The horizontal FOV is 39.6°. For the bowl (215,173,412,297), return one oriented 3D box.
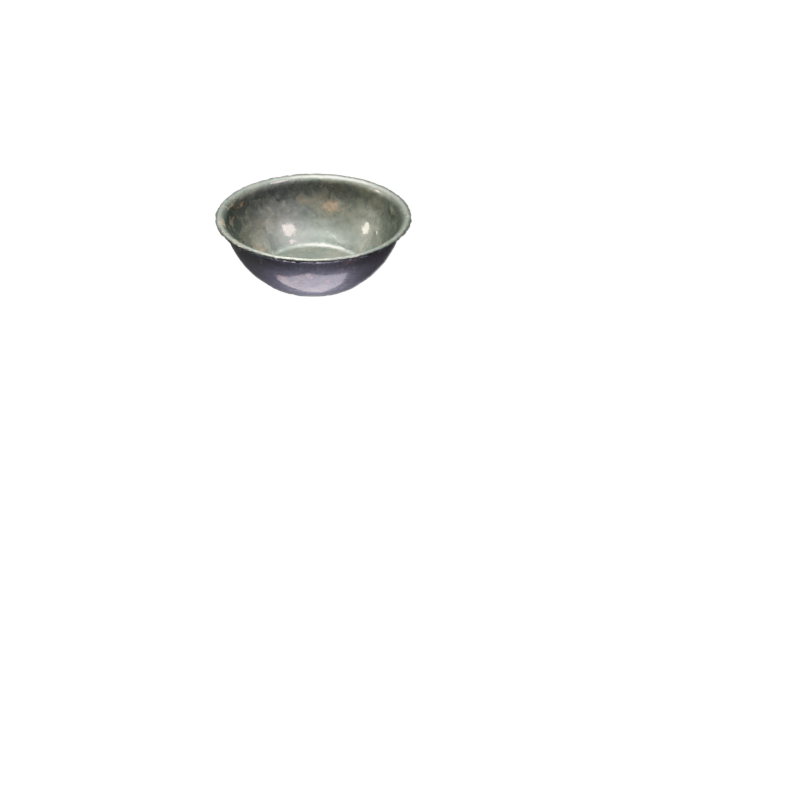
[{"bbox_3d":[-0.072,-0.132,0.926,0.162,0.052,0.173,-1,33,-2],"label":"bowl"}]
